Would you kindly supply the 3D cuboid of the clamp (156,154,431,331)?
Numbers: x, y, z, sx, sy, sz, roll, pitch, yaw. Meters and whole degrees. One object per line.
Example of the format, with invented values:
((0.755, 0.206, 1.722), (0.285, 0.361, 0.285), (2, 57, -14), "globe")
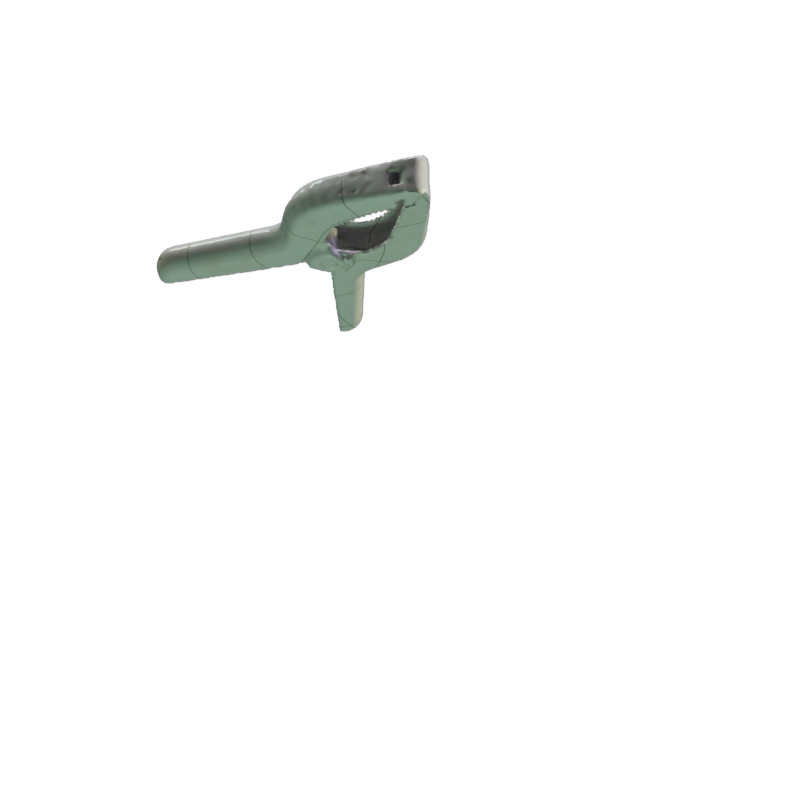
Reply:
((-0.057, -0.105, 0.732), (0.158, 0.038, 0.207), (11, -24, -26), "clamp")
